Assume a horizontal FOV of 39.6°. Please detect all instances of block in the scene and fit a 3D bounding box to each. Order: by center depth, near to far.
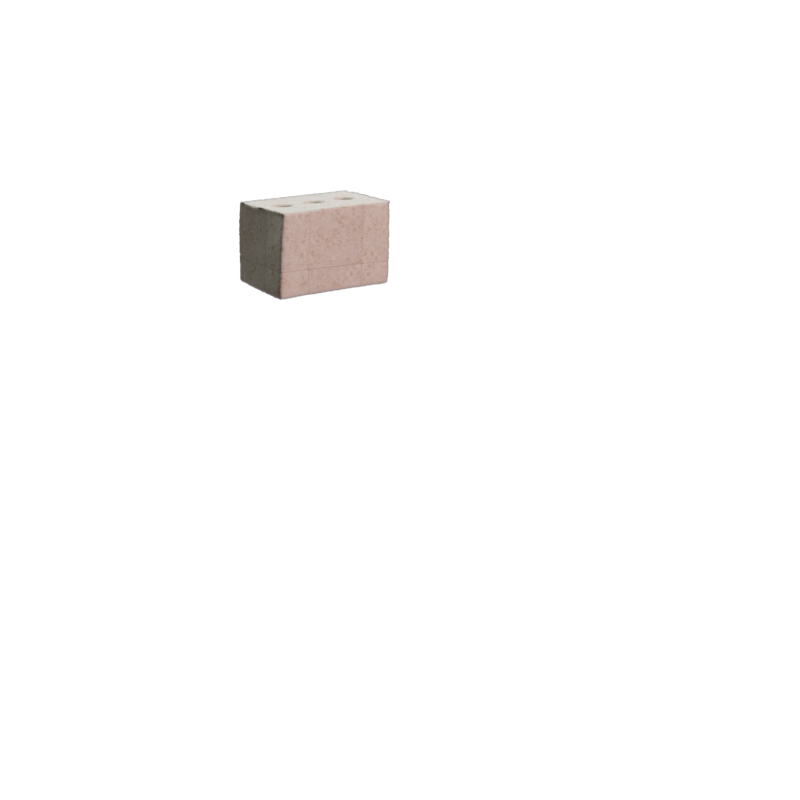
[{"bbox_3d":[-0.052,-0.096,0.670,0.076,0.049,0.056,-12,21,-33],"label":"block"}]
